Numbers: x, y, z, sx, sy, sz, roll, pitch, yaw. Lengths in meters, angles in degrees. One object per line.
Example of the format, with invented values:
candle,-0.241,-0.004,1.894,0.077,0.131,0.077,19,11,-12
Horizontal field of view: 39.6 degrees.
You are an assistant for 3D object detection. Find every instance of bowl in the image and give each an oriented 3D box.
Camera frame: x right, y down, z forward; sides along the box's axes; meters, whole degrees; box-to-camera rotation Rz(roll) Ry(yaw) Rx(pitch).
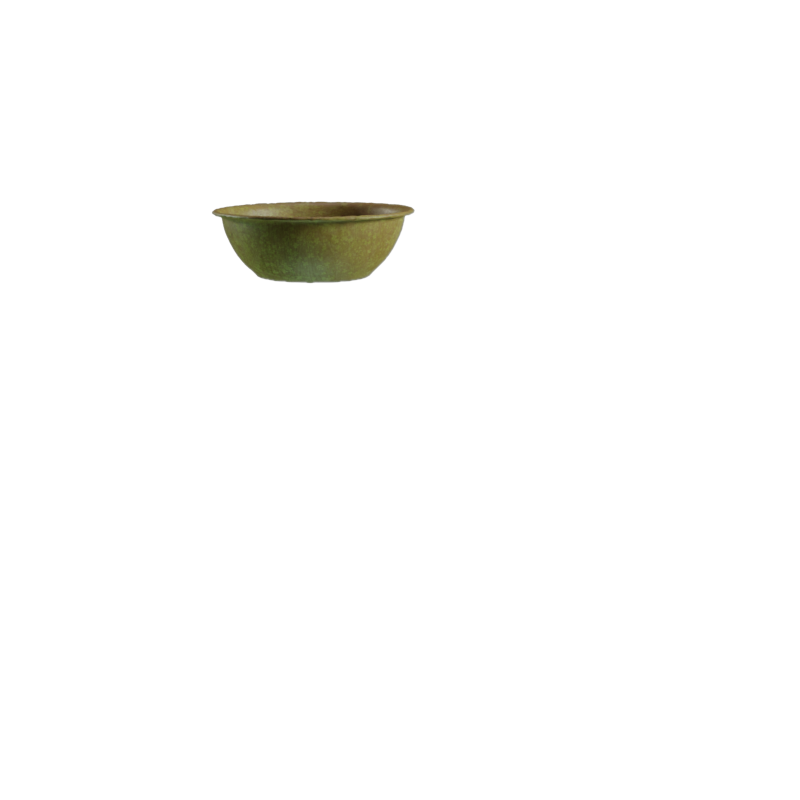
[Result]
bowl,-0.070,-0.127,0.890,0.162,0.054,0.166,0,13,-2
